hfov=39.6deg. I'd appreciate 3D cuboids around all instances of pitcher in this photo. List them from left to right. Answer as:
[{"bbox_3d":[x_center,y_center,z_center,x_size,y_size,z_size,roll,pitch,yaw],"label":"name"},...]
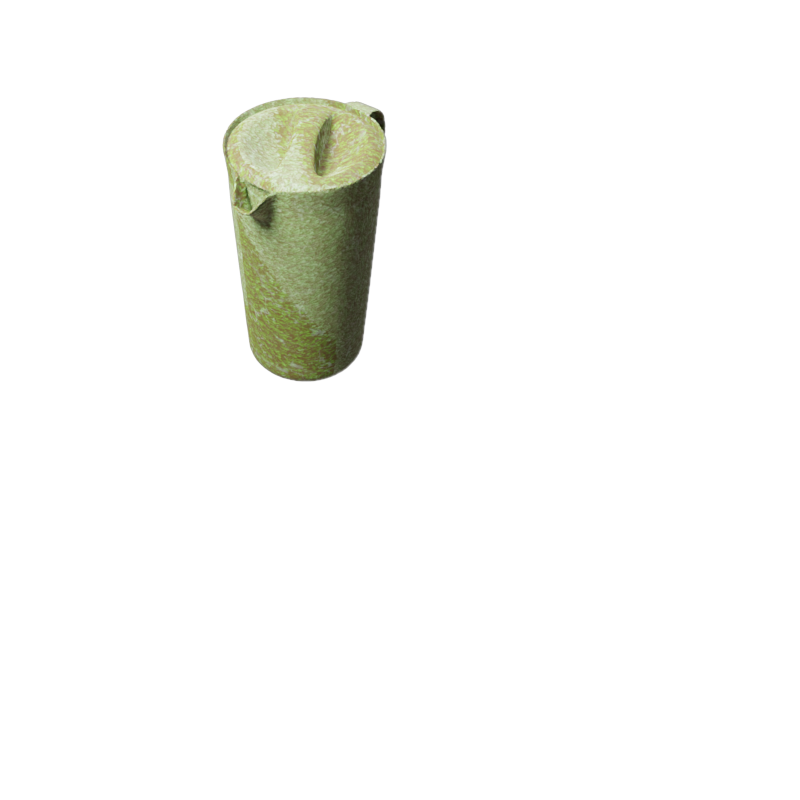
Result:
[{"bbox_3d":[-0.077,-0.140,0.978,0.148,0.226,0.157,-6,46,-9],"label":"pitcher"}]
